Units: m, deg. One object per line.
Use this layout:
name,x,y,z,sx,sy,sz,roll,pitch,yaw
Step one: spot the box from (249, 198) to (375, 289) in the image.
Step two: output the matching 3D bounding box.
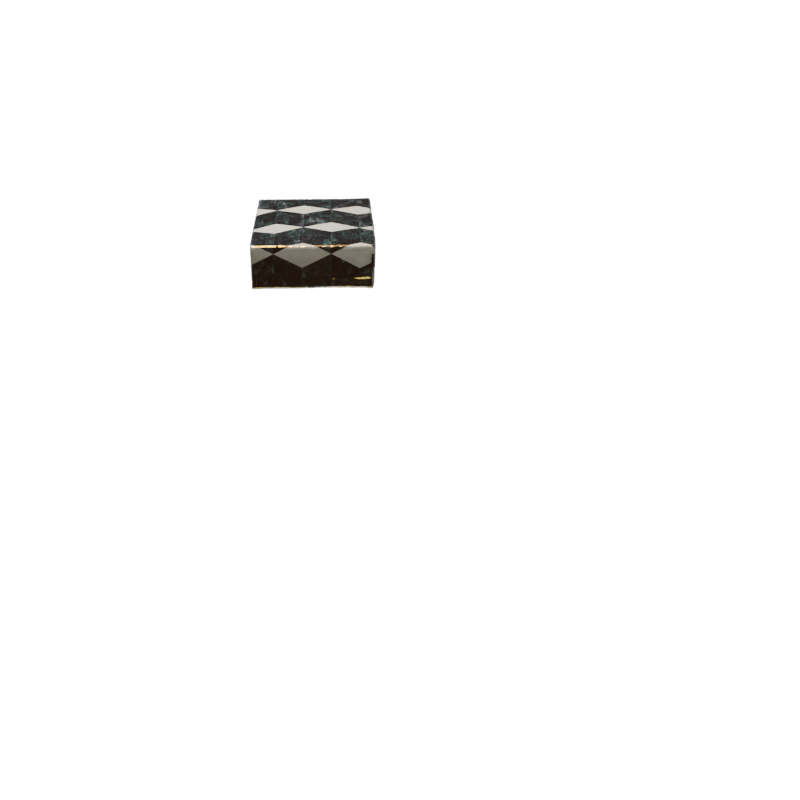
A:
box,-0.066,-0.120,0.839,0.090,0.037,0.119,-1,24,-2
